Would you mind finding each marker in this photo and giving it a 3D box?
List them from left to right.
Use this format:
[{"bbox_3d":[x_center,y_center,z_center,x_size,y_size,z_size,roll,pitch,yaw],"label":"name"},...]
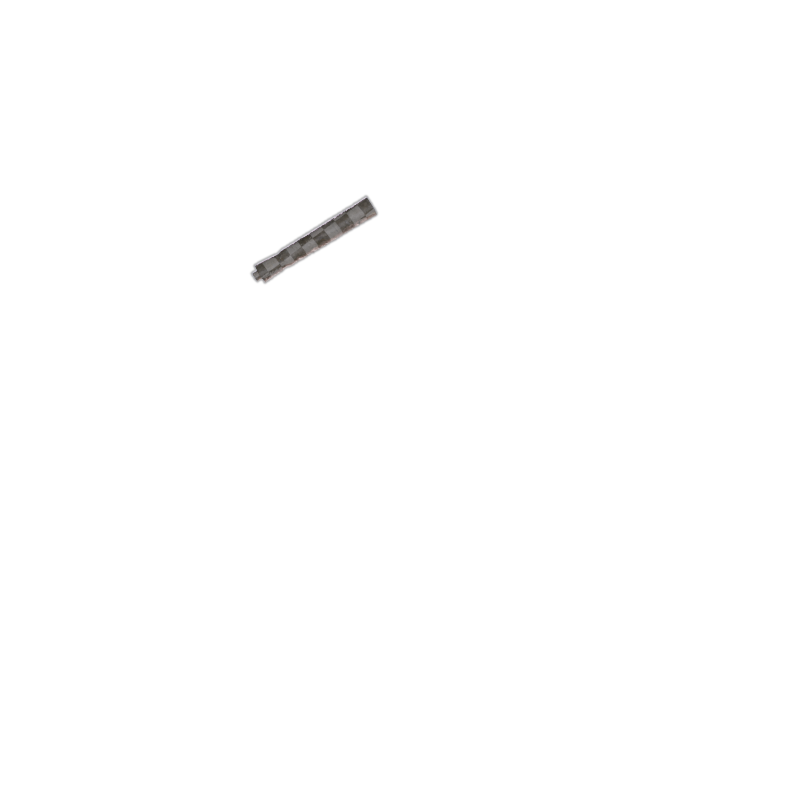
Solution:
[{"bbox_3d":[-0.076,-0.138,0.965,0.121,0.020,0.020,-31,3,2],"label":"marker"}]
